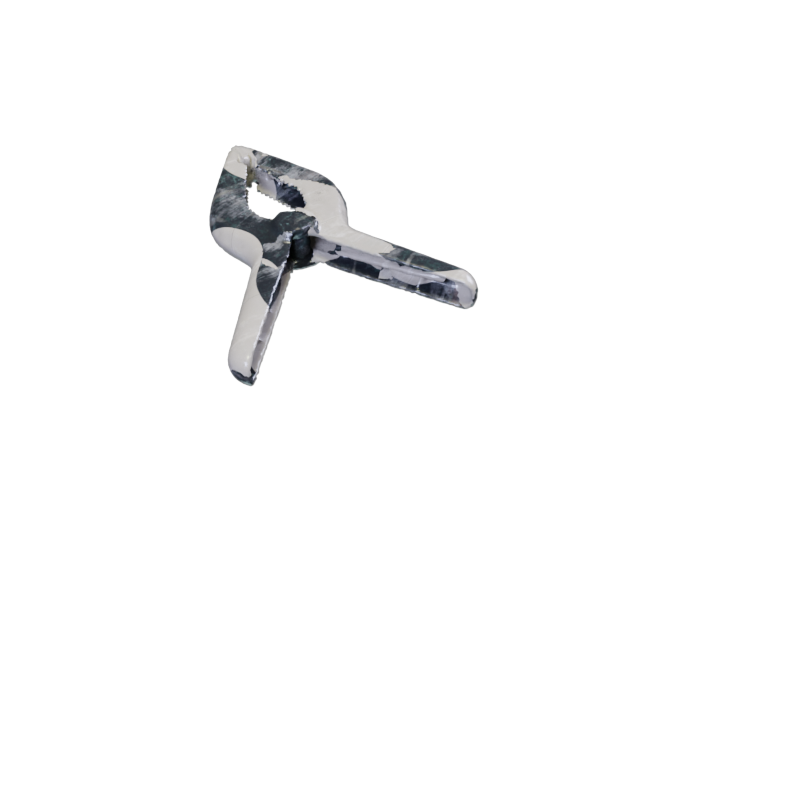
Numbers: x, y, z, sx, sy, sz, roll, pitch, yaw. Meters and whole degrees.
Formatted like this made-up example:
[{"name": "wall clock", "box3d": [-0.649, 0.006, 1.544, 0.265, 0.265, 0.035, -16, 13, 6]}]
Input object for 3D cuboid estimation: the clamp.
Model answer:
[{"name": "clamp", "box3d": [-0.057, -0.105, 0.733, 0.163, 0.034, 0.228, -14, 46, -14]}]
